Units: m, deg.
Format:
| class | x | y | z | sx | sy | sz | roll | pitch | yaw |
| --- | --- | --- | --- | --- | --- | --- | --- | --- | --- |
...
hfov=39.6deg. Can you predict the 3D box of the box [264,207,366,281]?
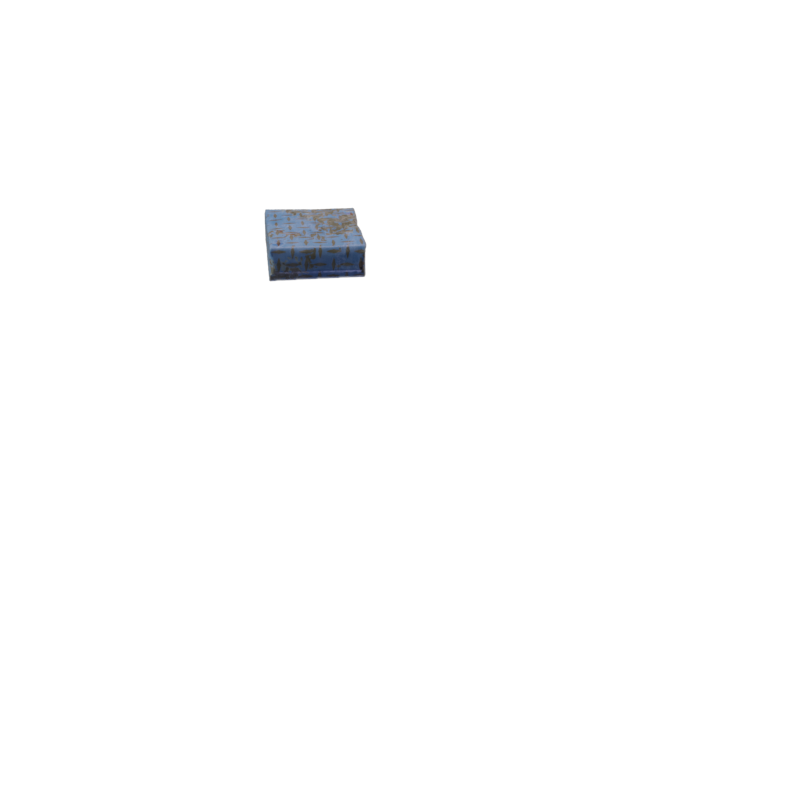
| class | x | y | z | sx | sy | sz | roll | pitch | yaw |
| --- | --- | --- | --- | --- | --- | --- | --- | --- | --- |
| box | -0.067 | -0.123 | 0.859 | 0.073 | 0.029 | 0.095 | -3 | 27 | -6 |
